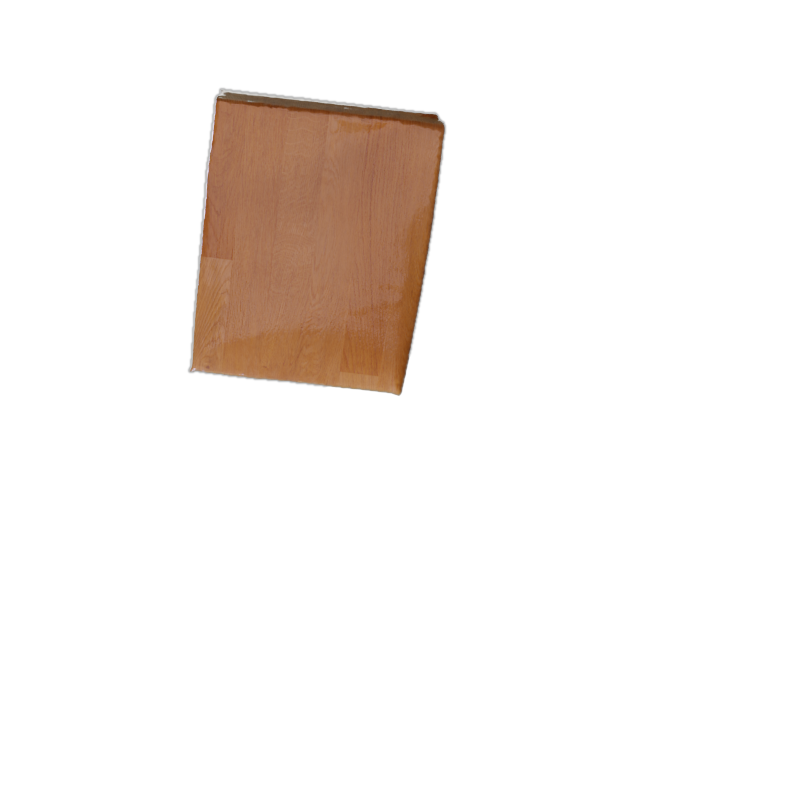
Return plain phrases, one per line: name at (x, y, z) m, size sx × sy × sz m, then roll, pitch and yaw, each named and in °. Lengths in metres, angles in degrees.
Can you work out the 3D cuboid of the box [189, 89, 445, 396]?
box at (-0.035, -0.063, 0.443) m, size 0.089 × 0.111 × 0.040 m, roll 7°, pitch 11°, yaw -2°
